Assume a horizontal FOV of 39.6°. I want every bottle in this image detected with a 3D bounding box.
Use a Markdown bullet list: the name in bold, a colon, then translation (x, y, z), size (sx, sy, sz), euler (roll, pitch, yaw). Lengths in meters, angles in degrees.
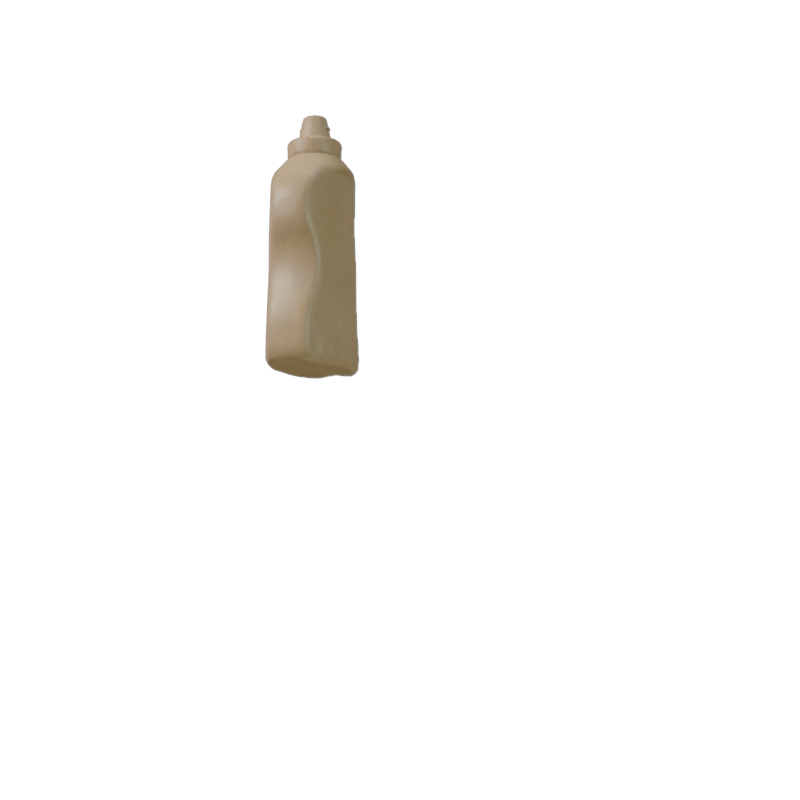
- **bottle**: translation (-0.063, -0.116, 0.813), size (0.060, 0.198, 0.091), euler (-7, -14, 22)
